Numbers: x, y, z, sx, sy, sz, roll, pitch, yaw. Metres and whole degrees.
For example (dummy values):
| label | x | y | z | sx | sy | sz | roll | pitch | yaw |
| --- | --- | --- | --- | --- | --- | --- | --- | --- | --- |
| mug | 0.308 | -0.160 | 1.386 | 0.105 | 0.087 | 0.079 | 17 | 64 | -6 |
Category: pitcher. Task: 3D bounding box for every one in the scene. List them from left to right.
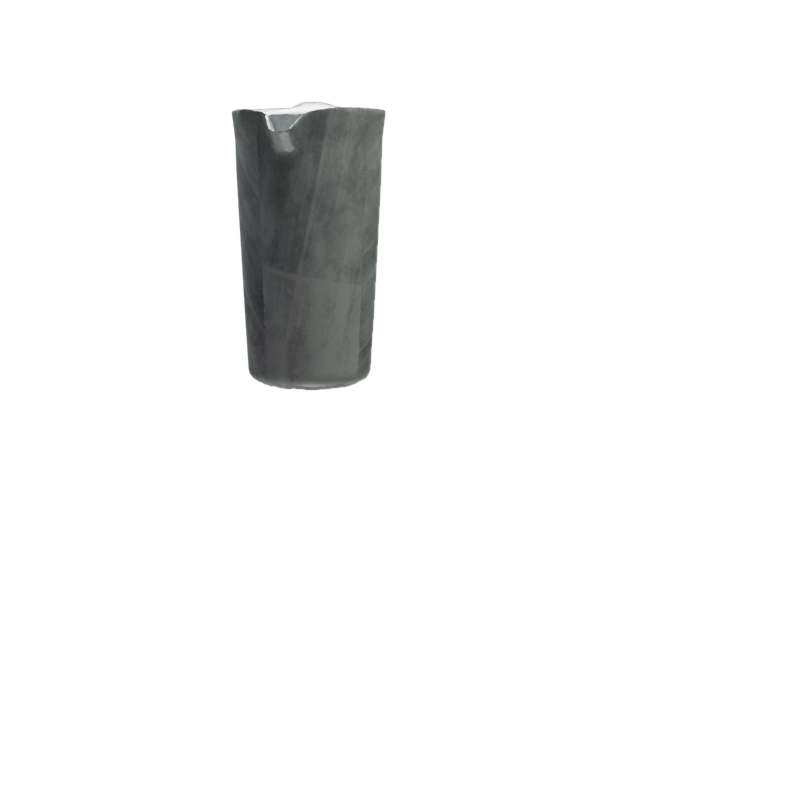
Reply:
| label | x | y | z | sx | sy | sz | roll | pitch | yaw |
| --- | --- | --- | --- | --- | --- | --- | --- | --- | --- |
| pitcher | -0.077 | -0.140 | 0.979 | 0.144 | 0.240 | 0.151 | -4 | 7 | -32 |
